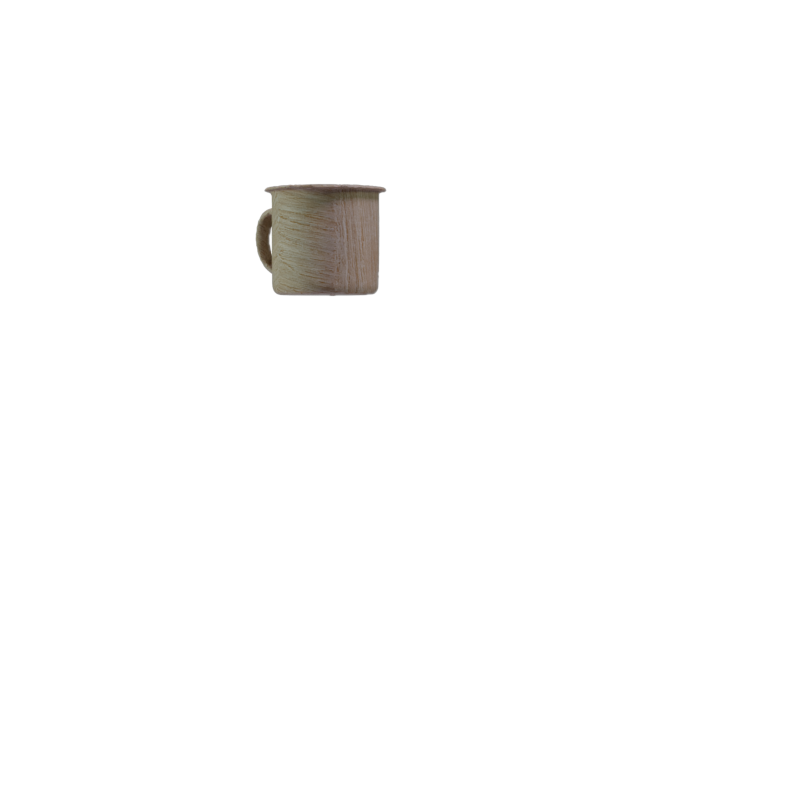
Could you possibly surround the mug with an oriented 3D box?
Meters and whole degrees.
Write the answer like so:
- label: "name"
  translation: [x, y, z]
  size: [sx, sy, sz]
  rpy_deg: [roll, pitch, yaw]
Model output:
- label: "mug"
  translation: [-0.067, -0.122, 0.853]
  size: [0.122, 0.081, 0.090]
  rpy_deg: [3, 5, 37]
